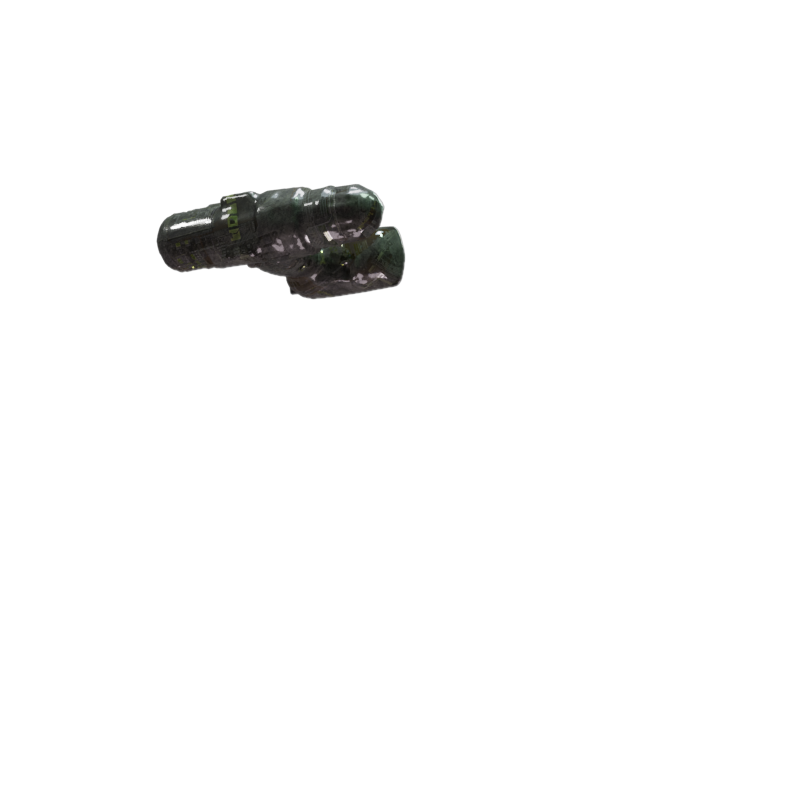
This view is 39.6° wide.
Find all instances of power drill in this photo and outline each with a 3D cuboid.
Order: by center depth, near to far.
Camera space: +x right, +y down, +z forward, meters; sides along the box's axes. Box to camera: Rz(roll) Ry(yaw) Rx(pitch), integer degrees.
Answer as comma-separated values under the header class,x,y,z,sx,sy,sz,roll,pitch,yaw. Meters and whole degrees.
class,x,y,z,sx,sy,sz,roll,pitch,yaw
power drill,-0.068,-0.124,0.868,0.189,0.059,0.178,-3,-6,27
